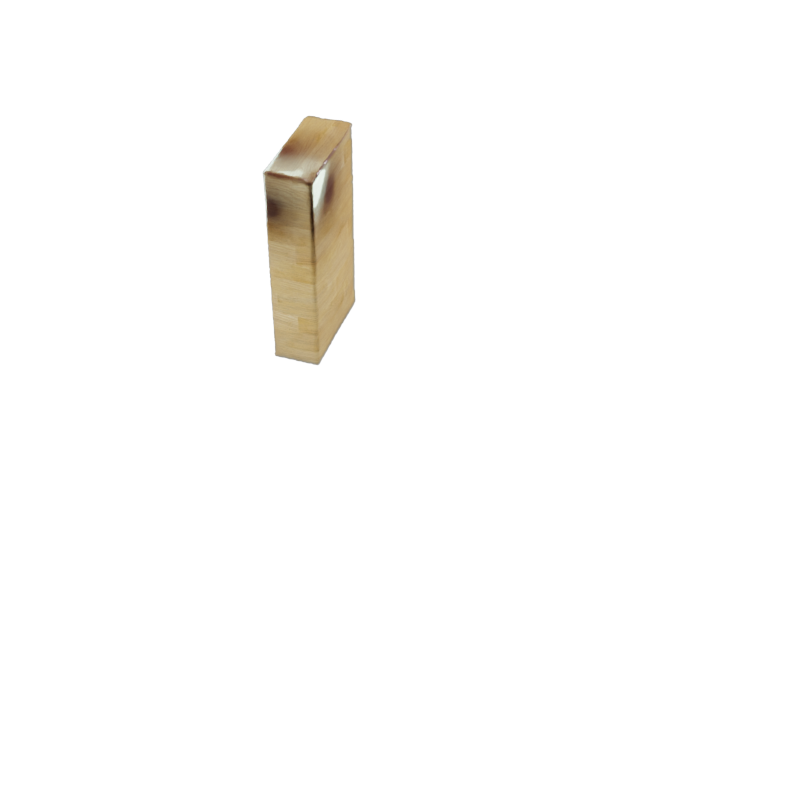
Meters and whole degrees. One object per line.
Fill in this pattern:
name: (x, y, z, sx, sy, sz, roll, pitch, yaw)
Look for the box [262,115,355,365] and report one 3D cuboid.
box: (-0.069, -0.125, 0.878, 0.049, 0.164, 0.097, 13, 41, 12)
